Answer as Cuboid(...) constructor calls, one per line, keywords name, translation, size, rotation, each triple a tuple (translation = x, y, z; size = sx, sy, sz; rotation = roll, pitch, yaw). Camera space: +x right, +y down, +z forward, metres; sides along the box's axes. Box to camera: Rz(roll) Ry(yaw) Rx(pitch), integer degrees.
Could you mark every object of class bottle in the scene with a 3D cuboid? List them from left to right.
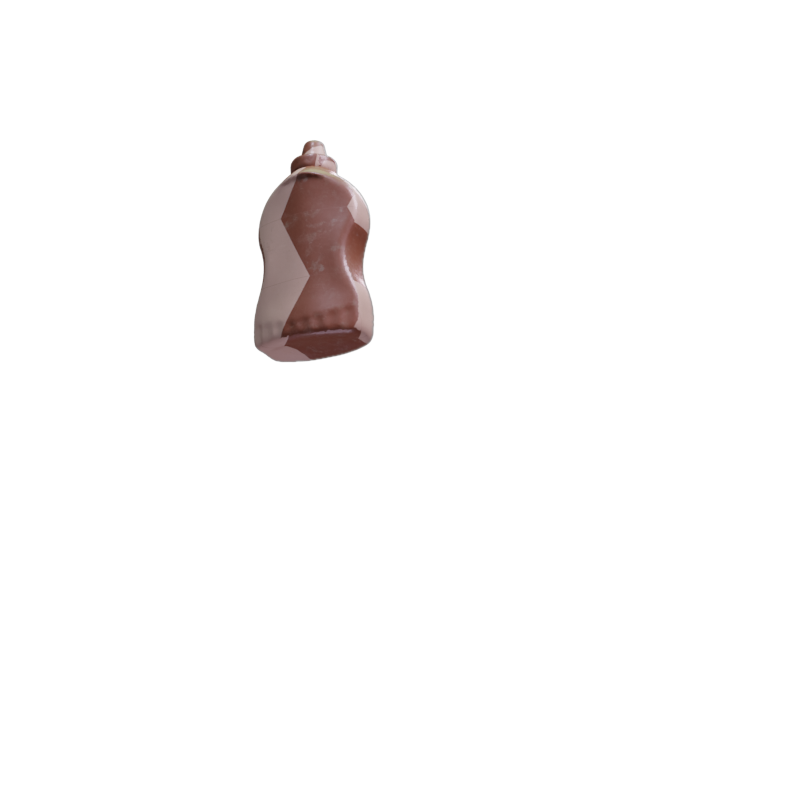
Cuboid(name="bottle", translation=(-0.072, -0.132, 0.923), size=(0.097, 0.203, 0.054), rotation=(-14, -28, 24))
